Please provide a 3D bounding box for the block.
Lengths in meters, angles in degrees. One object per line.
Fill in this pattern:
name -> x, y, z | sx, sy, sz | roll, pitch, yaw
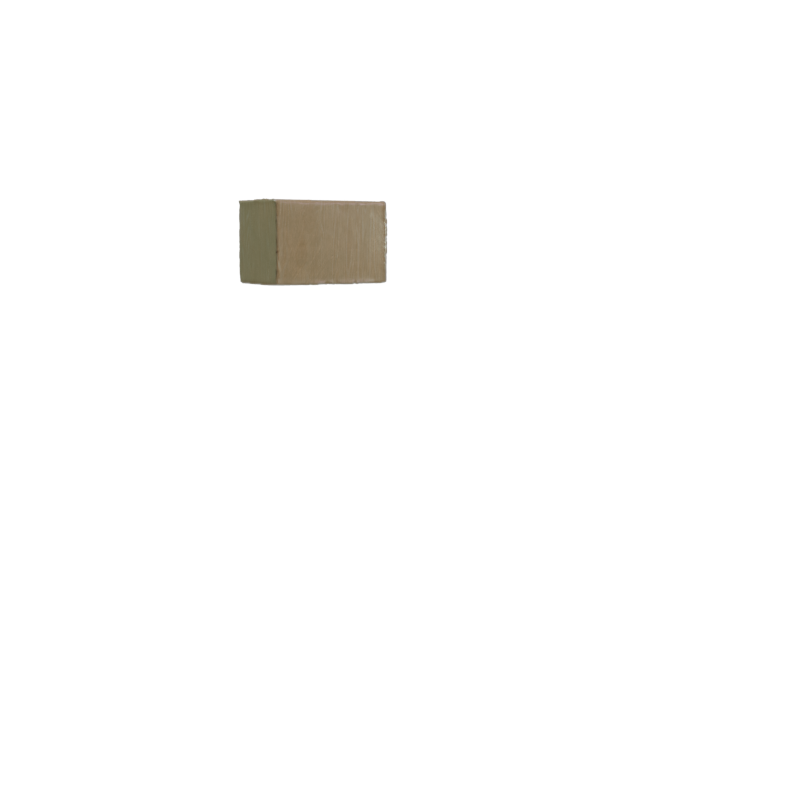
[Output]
block -> -0.053, -0.097, 0.676 | 0.075, 0.051, 0.055 | -3, 5, -30
